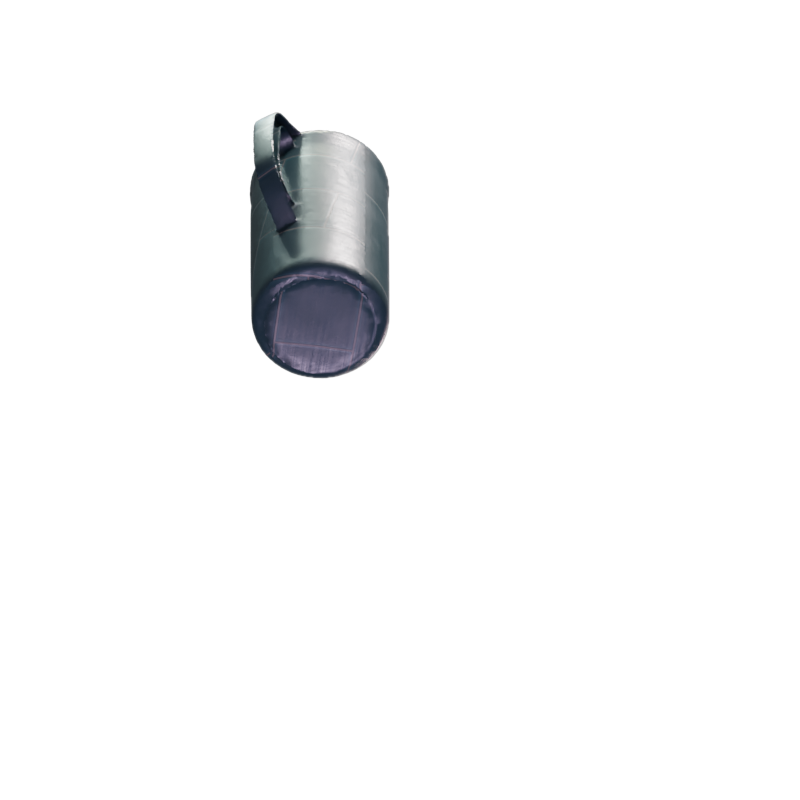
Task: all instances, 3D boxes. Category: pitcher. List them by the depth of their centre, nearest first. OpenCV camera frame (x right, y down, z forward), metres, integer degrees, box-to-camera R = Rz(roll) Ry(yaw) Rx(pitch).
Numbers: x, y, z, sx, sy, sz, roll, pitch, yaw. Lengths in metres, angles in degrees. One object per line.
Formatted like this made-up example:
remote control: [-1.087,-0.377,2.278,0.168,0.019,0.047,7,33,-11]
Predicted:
pitcher: [-0.075,-0.136,0.956,0.146,0.139,0.259,15,31,-13]
